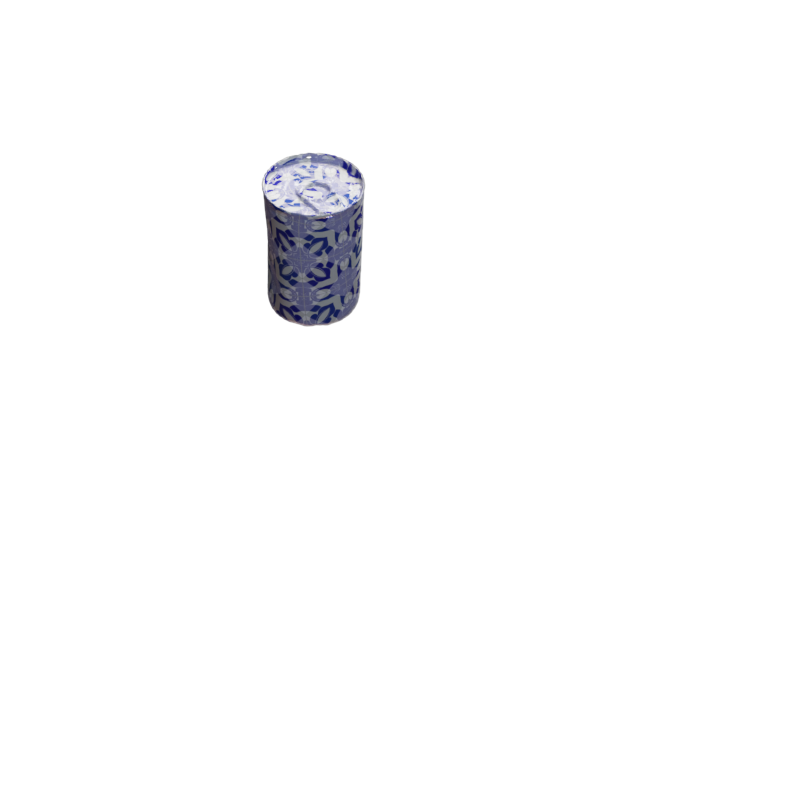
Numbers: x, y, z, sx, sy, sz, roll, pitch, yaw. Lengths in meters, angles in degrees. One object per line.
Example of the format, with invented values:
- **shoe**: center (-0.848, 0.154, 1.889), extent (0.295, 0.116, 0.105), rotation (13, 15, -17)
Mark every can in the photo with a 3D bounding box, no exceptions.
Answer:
- **can**: center (-0.059, -0.108, 0.760), extent (0.068, 0.095, 0.074), rotation (0, 44, -3)
